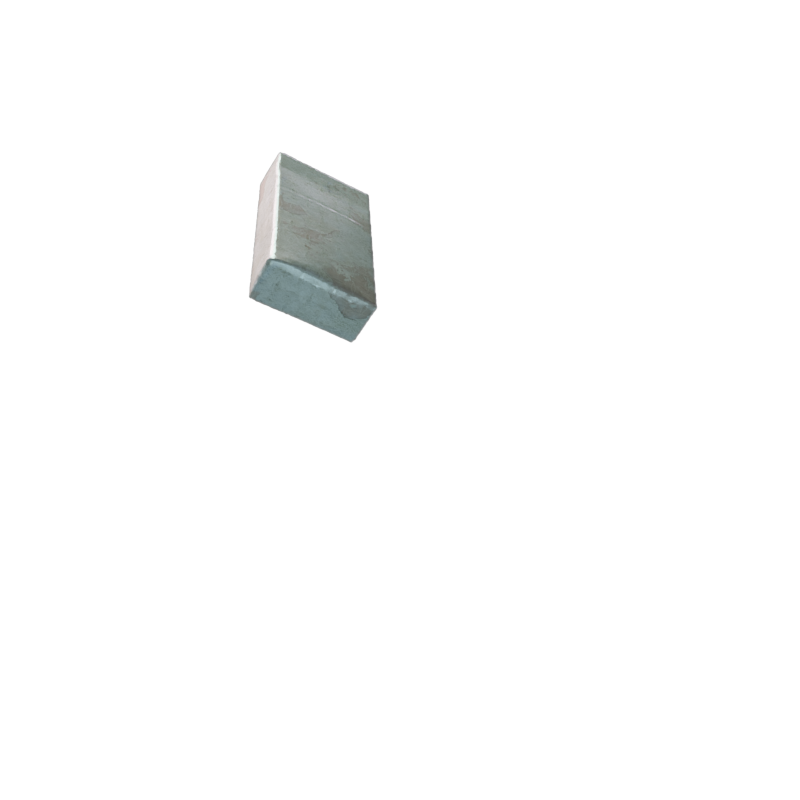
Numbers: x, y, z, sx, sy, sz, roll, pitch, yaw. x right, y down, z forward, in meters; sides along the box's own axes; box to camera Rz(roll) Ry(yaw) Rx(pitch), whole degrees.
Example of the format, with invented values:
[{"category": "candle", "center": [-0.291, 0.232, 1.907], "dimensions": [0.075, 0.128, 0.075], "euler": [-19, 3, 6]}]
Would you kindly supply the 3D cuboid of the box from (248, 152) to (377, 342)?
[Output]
[{"category": "box", "center": [-0.071, -0.129, 0.904], "dimensions": [0.090, 0.046, 0.188], "euler": [23, 30, -18]}]
